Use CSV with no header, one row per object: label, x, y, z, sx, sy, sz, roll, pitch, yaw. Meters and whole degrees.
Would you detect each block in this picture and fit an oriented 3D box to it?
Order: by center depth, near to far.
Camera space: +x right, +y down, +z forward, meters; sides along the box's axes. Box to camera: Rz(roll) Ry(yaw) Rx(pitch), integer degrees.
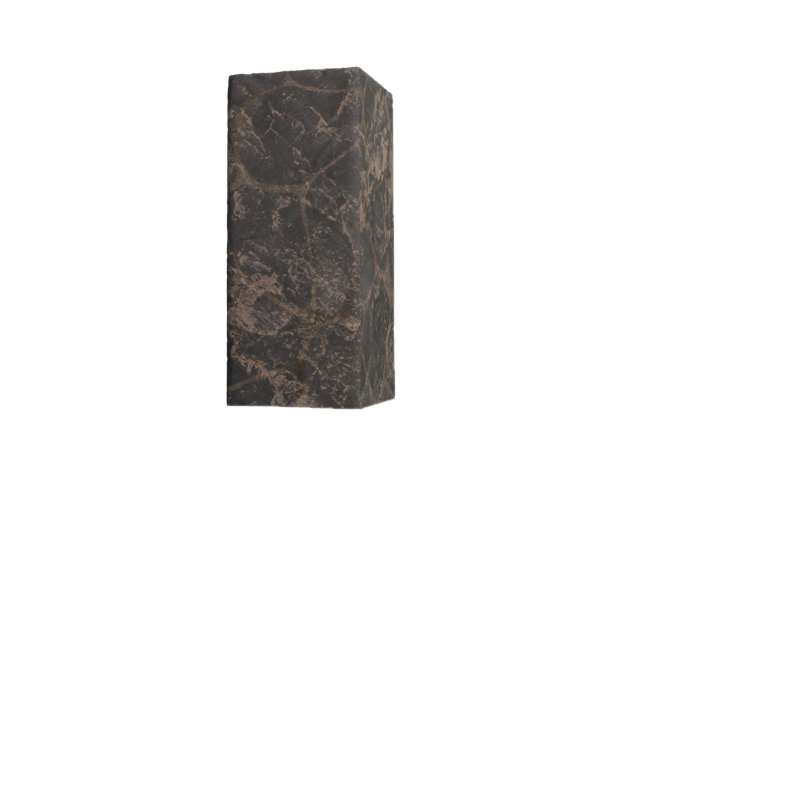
block,-0.057,-0.102,0.717,0.092,0.208,0.088,-1,-3,15
